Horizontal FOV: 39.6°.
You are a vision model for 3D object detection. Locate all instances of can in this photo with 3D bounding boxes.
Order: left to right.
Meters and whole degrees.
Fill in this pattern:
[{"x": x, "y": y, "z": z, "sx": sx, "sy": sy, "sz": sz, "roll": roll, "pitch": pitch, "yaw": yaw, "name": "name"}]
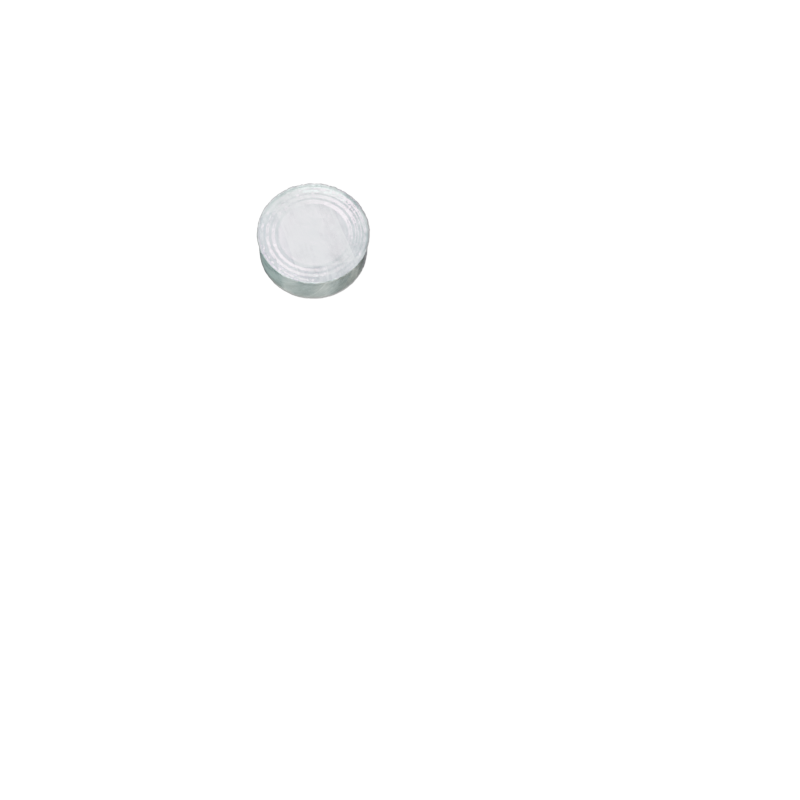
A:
[{"x": -0.067, "y": -0.122, "z": 0.854, "sx": 0.086, "sy": 0.091, "sz": 0.032, "roll": -1, "pitch": -25, "yaw": -1, "name": "can"}]
